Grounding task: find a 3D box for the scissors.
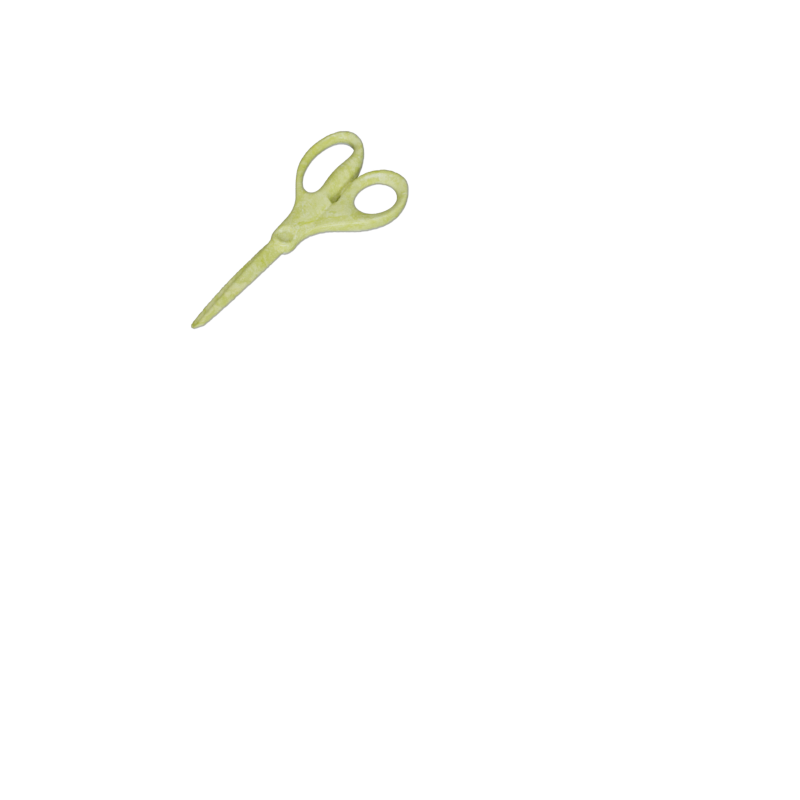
[{"bbox_3d":[-0.063,-0.116,0.809,0.099,0.210,0.015,20,-29,11],"label":"scissors"}]
